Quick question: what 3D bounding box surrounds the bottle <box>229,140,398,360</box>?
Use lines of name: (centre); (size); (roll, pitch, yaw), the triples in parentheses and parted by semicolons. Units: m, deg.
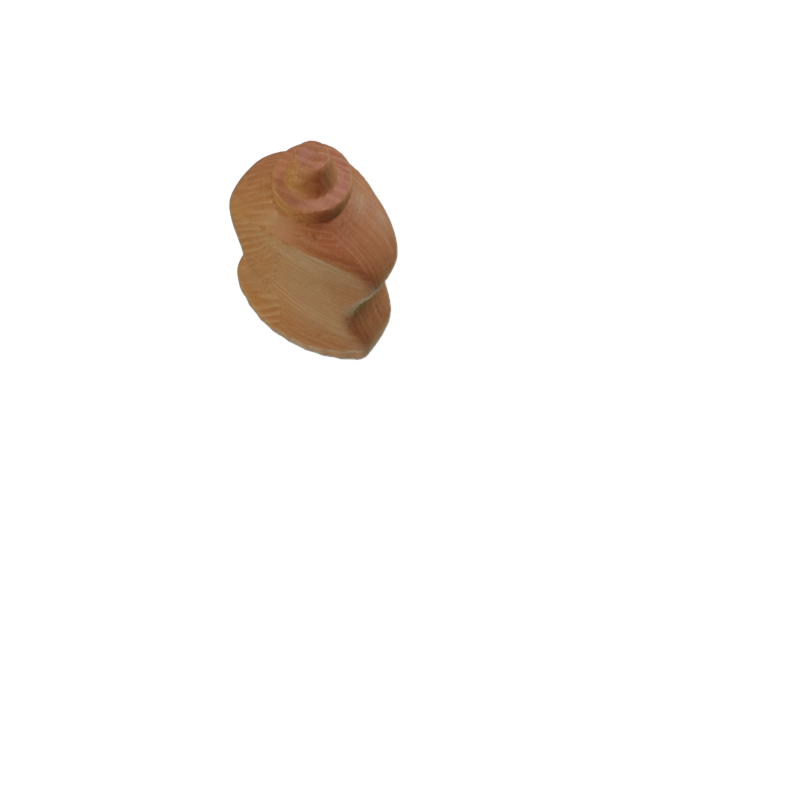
bottle: (-0.049, -0.088, 0.617); (0.099, 0.060, 0.182); (33, -19, 9)
